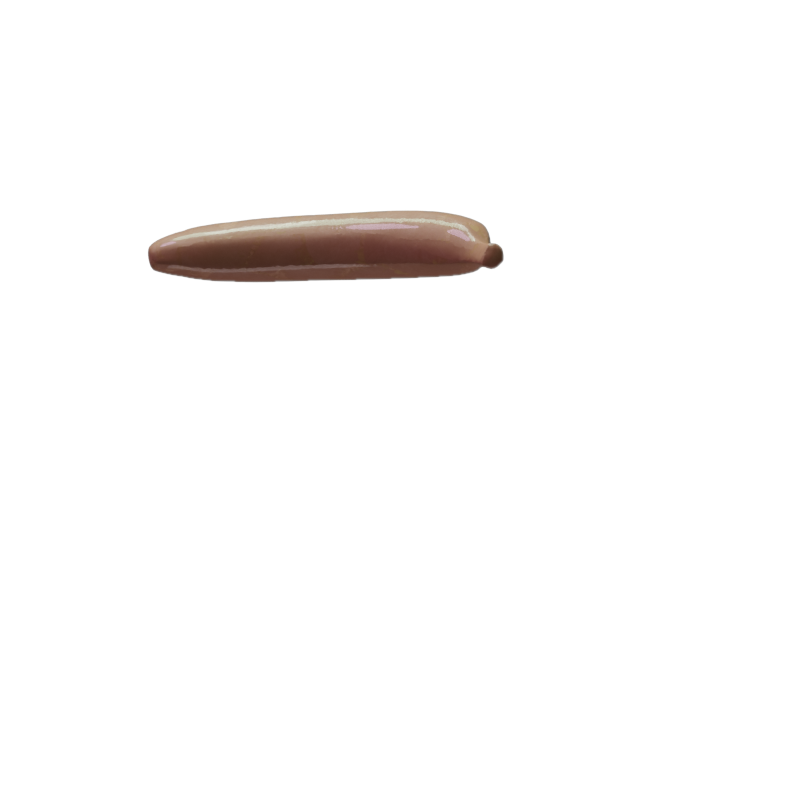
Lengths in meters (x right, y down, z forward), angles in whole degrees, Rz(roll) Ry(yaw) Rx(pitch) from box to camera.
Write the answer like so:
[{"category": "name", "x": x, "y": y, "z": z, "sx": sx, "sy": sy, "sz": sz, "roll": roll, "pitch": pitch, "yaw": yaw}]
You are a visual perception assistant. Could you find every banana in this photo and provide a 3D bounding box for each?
[{"category": "banana", "x": -0.036, "y": -0.083, "z": 0.593, "sx": 0.203, "sy": 0.037, "sz": 0.067, "roll": 1, "pitch": 0, "yaw": 22}]
